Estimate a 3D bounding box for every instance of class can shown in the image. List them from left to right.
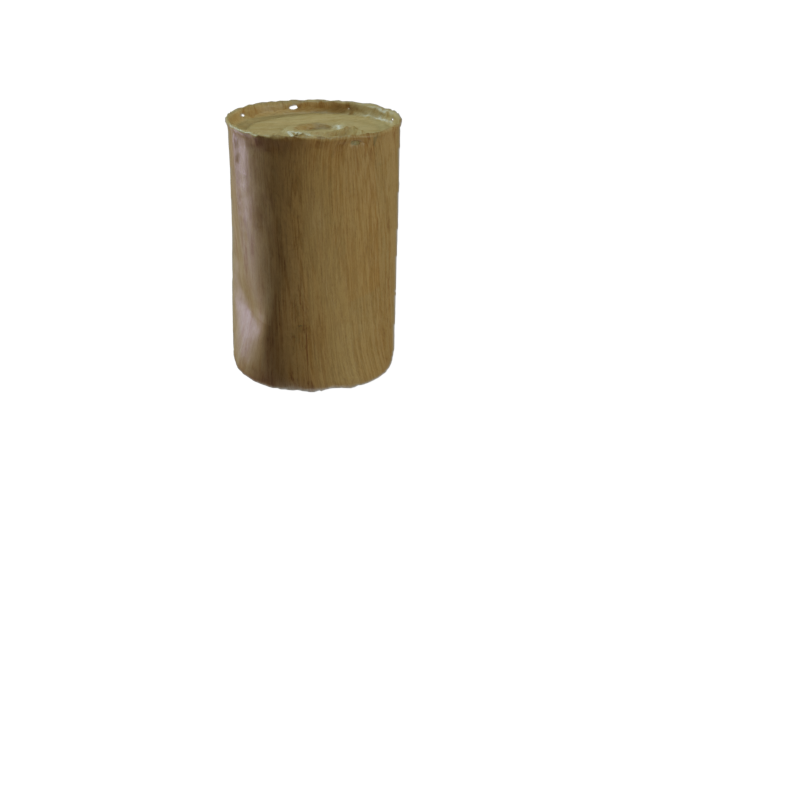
[{"bbox_3d":[-0.035,-0.063,0.441,0.068,0.098,0.072,0,21,-2],"label":"can"}]
